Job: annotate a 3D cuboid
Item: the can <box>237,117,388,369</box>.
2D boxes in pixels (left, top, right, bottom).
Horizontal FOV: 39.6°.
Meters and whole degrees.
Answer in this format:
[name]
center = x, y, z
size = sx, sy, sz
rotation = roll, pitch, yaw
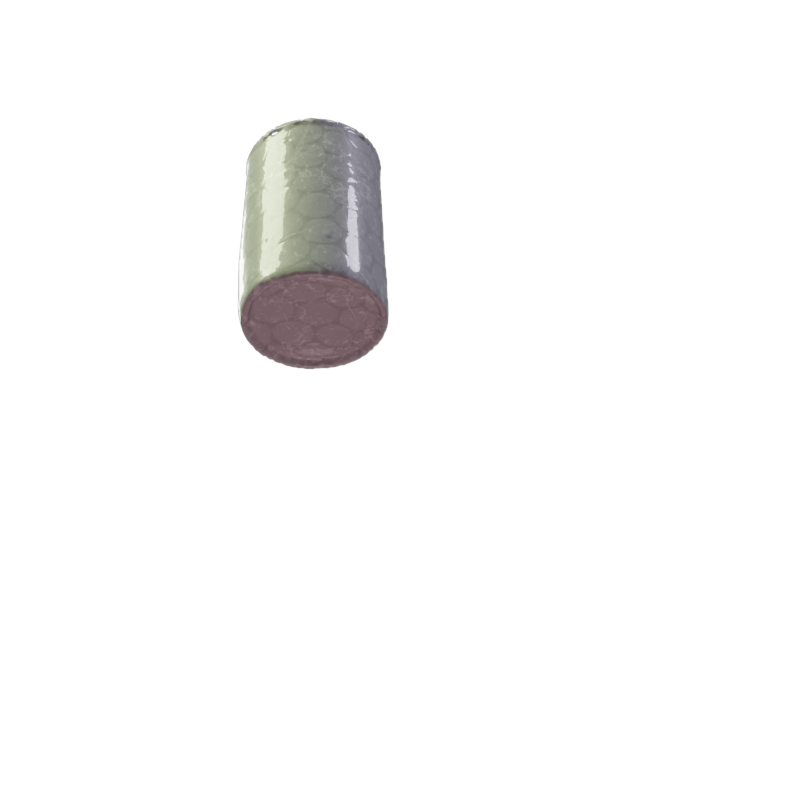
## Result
[can]
center = -0.041, -0.075, 0.522
size = 0.068, 0.110, 0.064
rotation = -1, -41, -3
